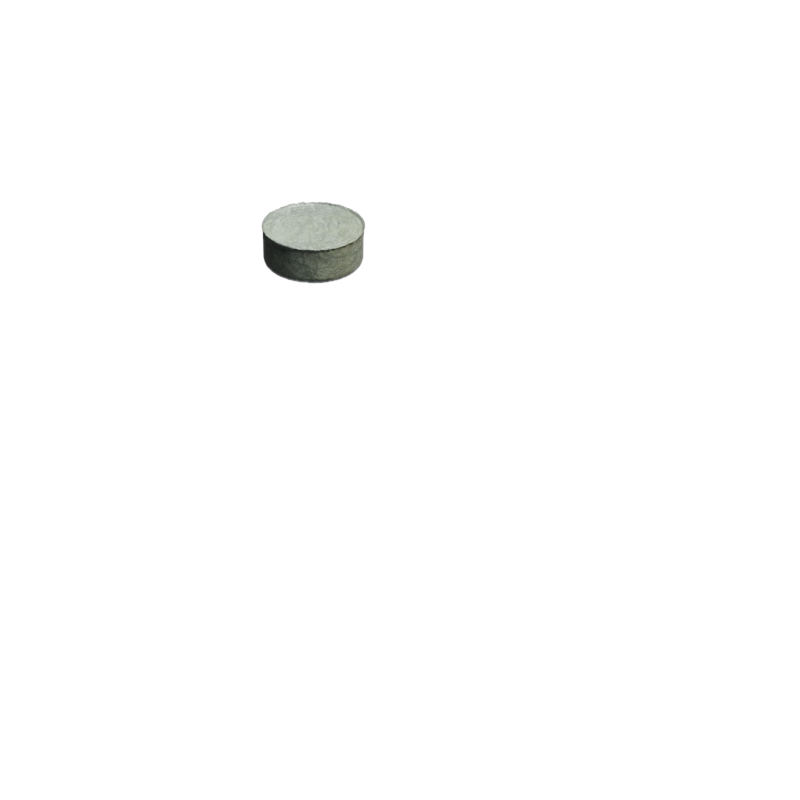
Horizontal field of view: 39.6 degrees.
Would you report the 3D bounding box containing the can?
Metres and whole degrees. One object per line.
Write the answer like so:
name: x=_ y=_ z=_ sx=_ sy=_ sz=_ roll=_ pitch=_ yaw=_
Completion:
can: x=-0.072 y=-0.132 z=0.926 sx=0.086 sy=0.031 sz=0.092 roll=-1 pitch=34 yaw=-2
